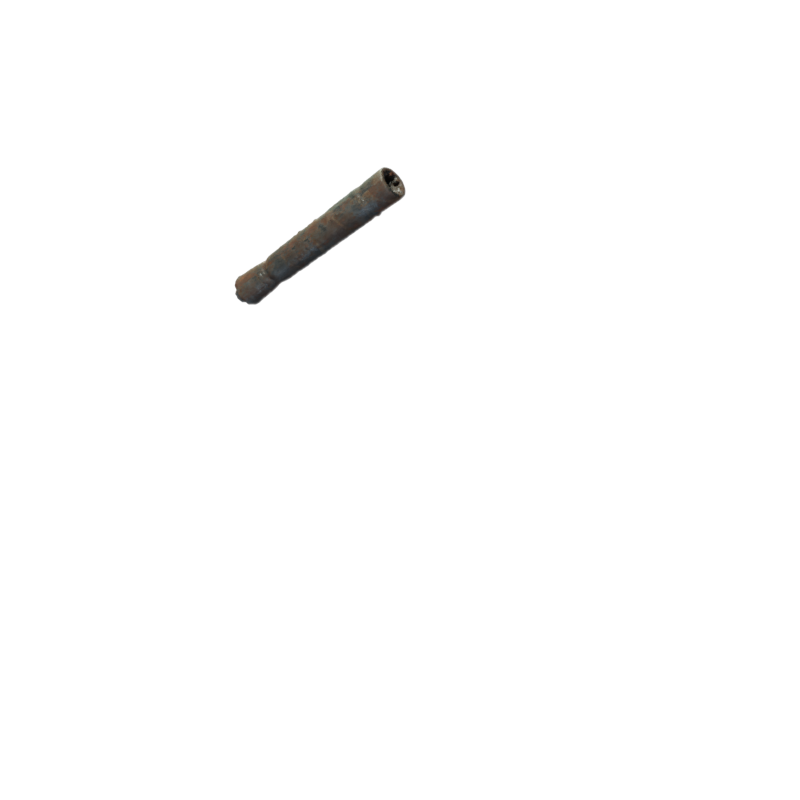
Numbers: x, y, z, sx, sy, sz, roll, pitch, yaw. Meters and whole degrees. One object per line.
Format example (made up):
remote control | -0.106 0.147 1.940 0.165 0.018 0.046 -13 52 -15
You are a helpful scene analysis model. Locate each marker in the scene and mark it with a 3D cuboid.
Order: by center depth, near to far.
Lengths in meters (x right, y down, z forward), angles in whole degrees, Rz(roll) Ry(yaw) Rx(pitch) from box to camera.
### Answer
marker | -0.047 -0.085 0.596 0.120 0.021 0.019 -31 -15 33
